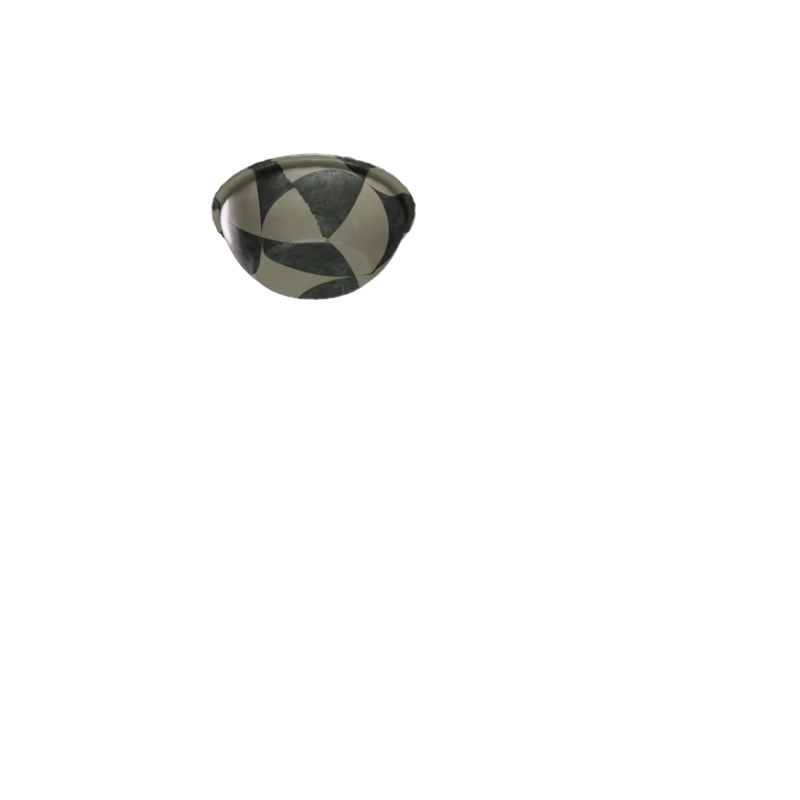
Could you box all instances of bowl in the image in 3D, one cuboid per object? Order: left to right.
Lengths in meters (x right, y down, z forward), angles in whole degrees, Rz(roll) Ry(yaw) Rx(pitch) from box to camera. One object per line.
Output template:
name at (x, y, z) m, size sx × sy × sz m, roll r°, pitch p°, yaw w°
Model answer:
bowl at (-0.068, -0.123, 0.863) m, size 0.162 × 0.058 × 0.153 m, roll 1°, pitch -26°, yaw -2°
